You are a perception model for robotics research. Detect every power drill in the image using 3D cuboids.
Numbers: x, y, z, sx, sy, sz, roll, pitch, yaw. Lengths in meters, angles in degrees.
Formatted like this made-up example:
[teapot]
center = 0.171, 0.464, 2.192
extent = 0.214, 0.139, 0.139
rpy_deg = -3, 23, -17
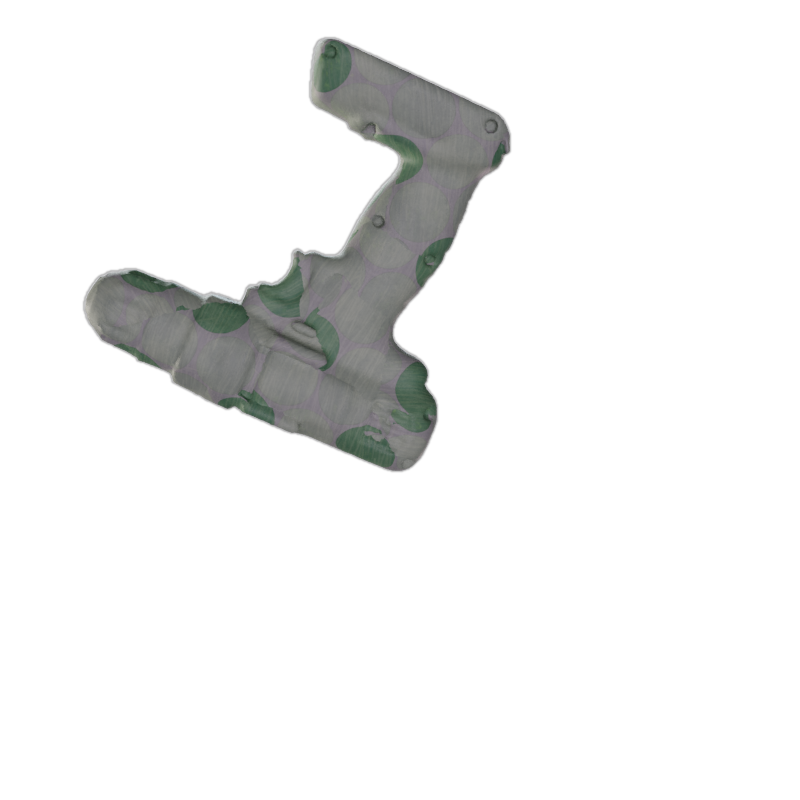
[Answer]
[power drill]
center = -0.043, -0.078, 0.548
extent = 0.183, 0.186, 0.058
rpy_deg = 24, 5, -3
